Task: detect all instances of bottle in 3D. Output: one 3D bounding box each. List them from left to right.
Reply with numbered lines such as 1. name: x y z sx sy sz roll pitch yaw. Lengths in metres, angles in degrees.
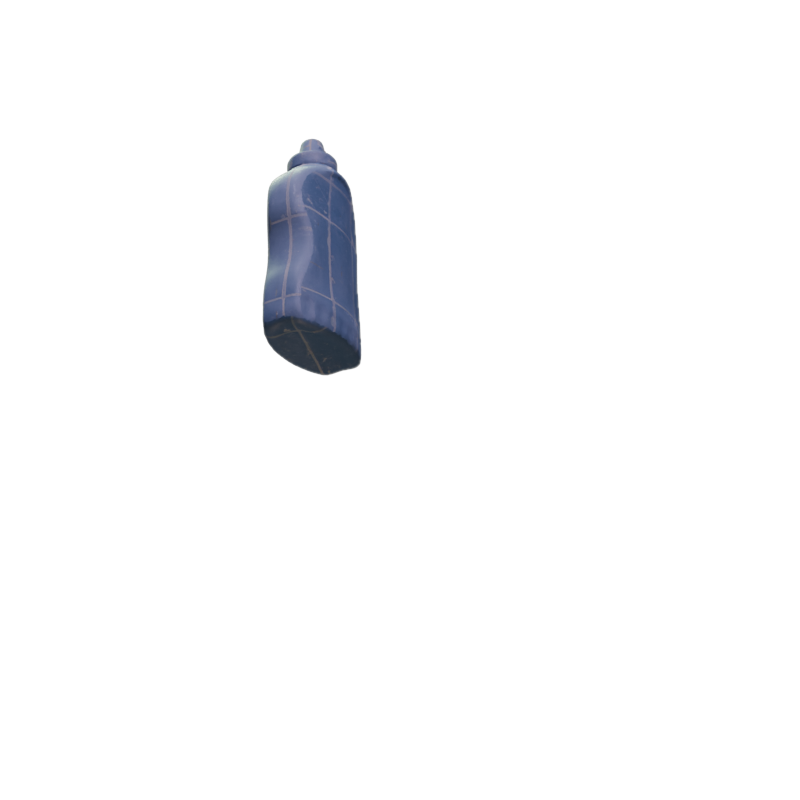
1. bottle: -0.068 -0.123 0.864 0.059 0.204 0.089 -18 -34 25
